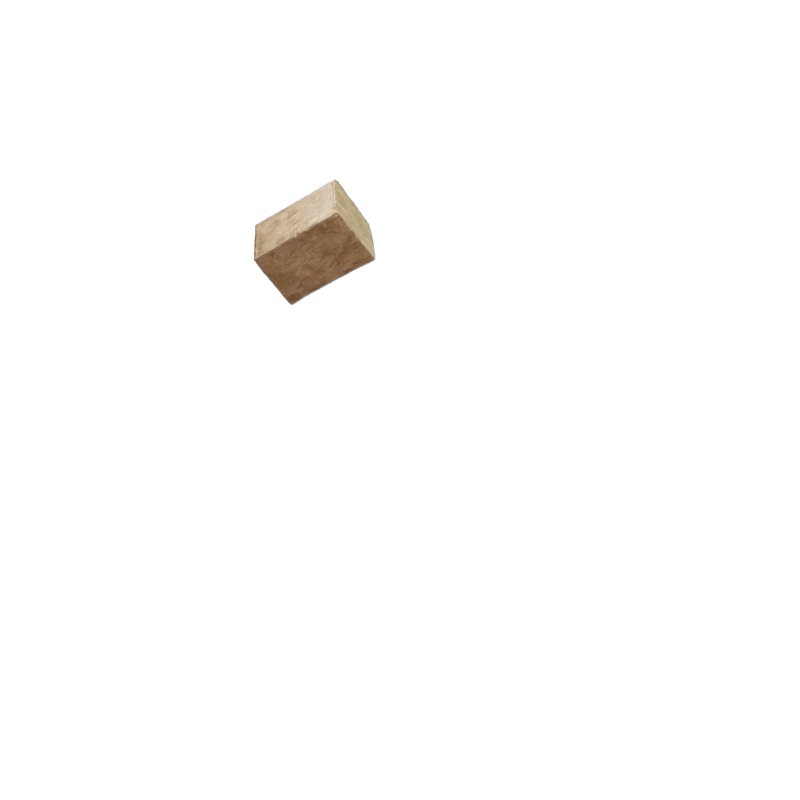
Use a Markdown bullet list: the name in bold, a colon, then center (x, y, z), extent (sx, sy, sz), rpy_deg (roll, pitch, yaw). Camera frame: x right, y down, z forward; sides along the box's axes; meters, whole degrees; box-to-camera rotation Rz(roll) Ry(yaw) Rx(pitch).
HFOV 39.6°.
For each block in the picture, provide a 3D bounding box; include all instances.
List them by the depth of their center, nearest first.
- **block**: center (-0.066, -0.120, 0.843), extent (0.078, 0.049, 0.055), rpy_deg (-26, 34, 17)
